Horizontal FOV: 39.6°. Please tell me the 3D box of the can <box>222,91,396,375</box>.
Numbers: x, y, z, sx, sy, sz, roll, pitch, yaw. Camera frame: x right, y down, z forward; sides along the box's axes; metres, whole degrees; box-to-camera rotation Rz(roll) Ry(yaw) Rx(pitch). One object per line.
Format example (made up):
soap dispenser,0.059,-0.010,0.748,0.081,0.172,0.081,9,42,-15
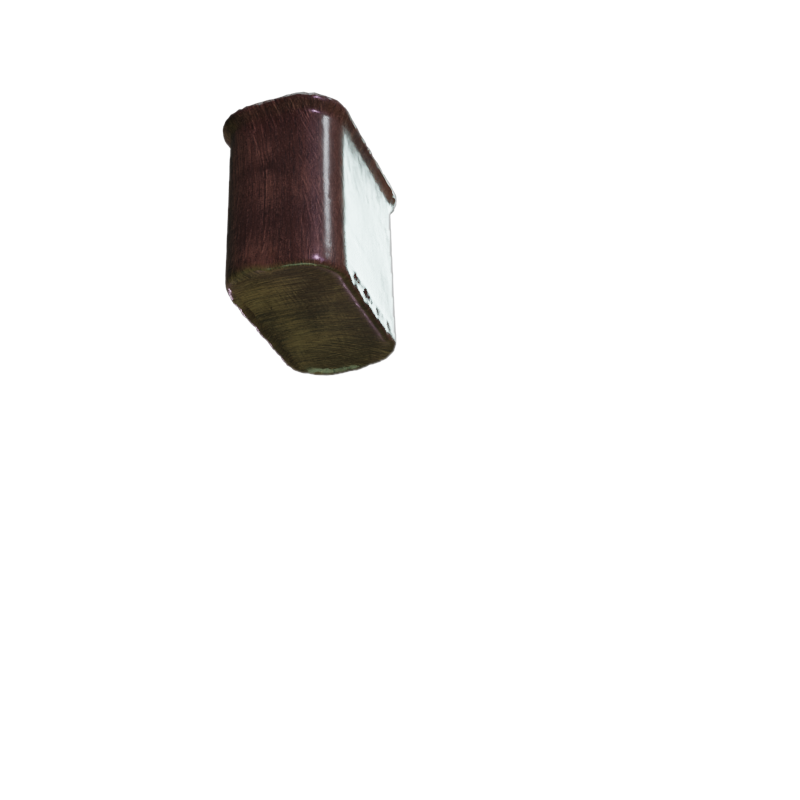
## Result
can,-0.038,-0.070,0.487,0.058,0.089,0.094,-11,-31,16
